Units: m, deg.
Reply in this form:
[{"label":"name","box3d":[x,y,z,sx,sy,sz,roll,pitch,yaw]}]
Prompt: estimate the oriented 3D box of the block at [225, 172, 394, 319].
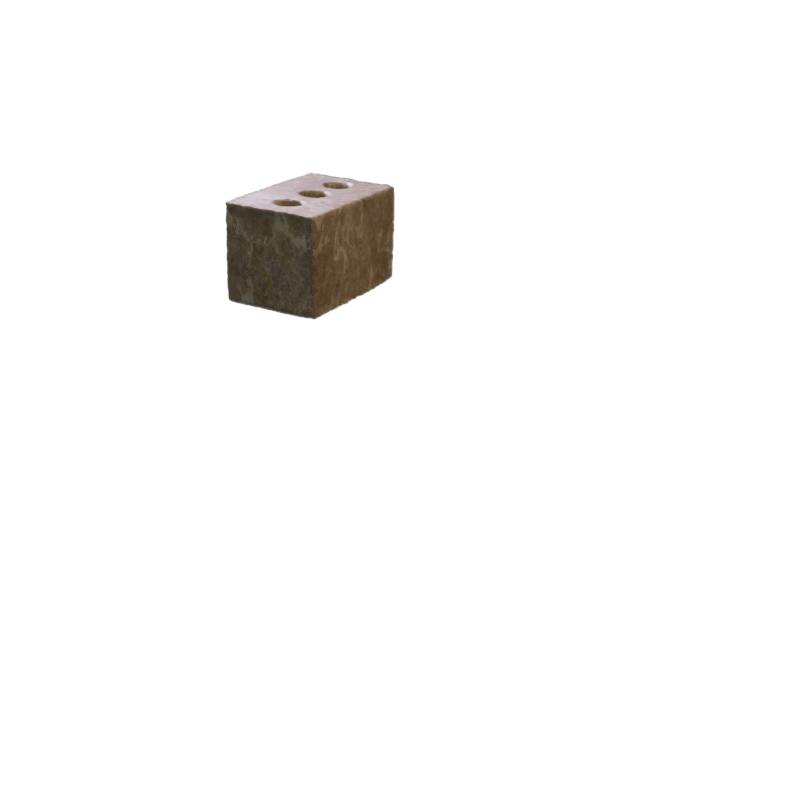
[{"label":"block","box3d":[-0.043,-0.079,0.554,0.055,0.049,0.078,12,24,27]}]
